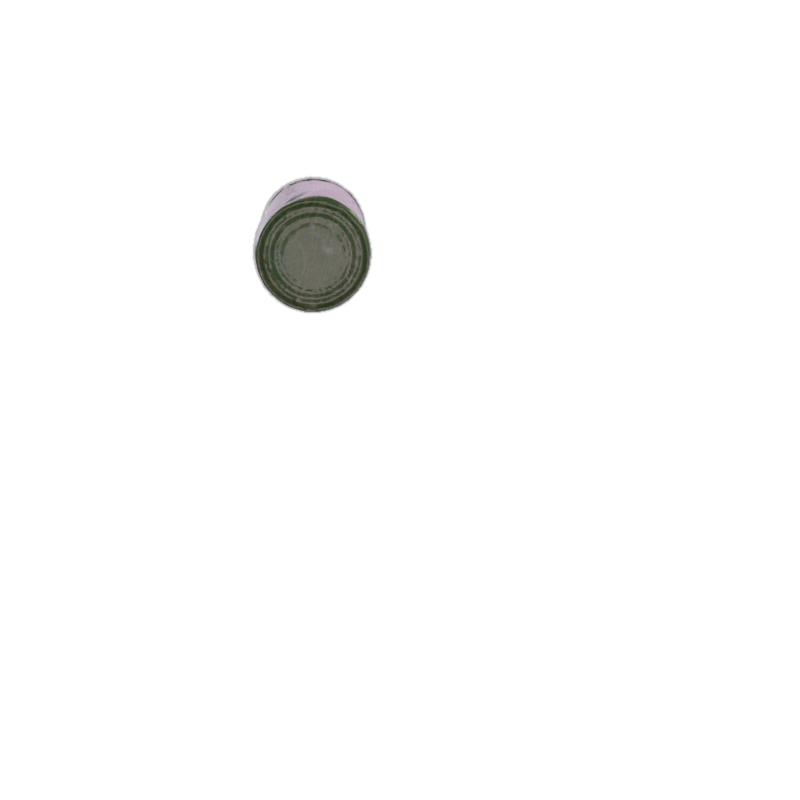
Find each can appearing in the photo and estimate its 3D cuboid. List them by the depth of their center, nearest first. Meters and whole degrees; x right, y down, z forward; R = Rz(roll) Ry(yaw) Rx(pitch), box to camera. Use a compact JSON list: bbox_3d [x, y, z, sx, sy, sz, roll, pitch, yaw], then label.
[{"bbox_3d":[-0.053,-0.096,0.673,0.068,0.067,0.105,0,15,-3],"label":"can"}]
